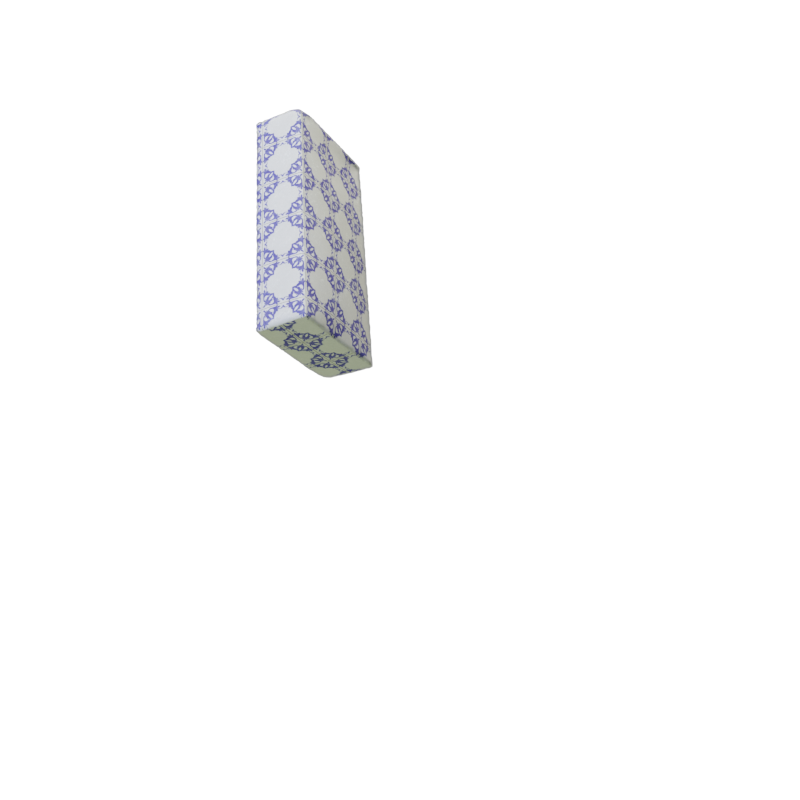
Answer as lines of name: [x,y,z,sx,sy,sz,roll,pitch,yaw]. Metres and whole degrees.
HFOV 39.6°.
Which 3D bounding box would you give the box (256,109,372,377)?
box: [-0.062,-0.114,0.794,0.049,0.188,0.086,-17,-32,25]
